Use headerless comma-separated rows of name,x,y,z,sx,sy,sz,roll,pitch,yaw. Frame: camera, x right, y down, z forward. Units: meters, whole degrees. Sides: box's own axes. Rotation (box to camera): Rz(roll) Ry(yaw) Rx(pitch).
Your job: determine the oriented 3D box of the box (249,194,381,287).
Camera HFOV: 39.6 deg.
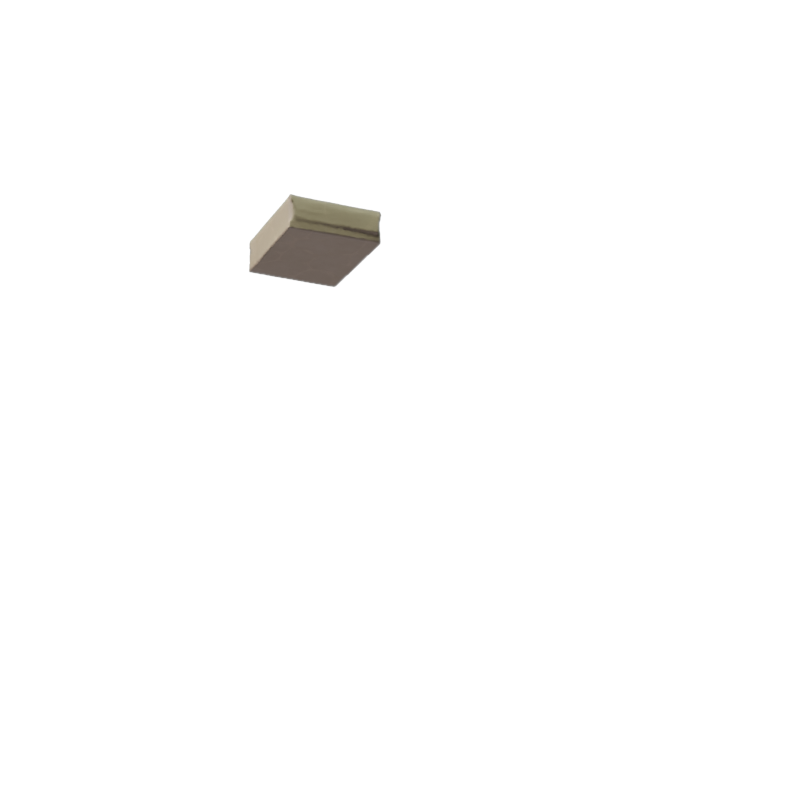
box,-0.065,-0.119,0.832,0.071,0.032,0.088,9,-22,-23
